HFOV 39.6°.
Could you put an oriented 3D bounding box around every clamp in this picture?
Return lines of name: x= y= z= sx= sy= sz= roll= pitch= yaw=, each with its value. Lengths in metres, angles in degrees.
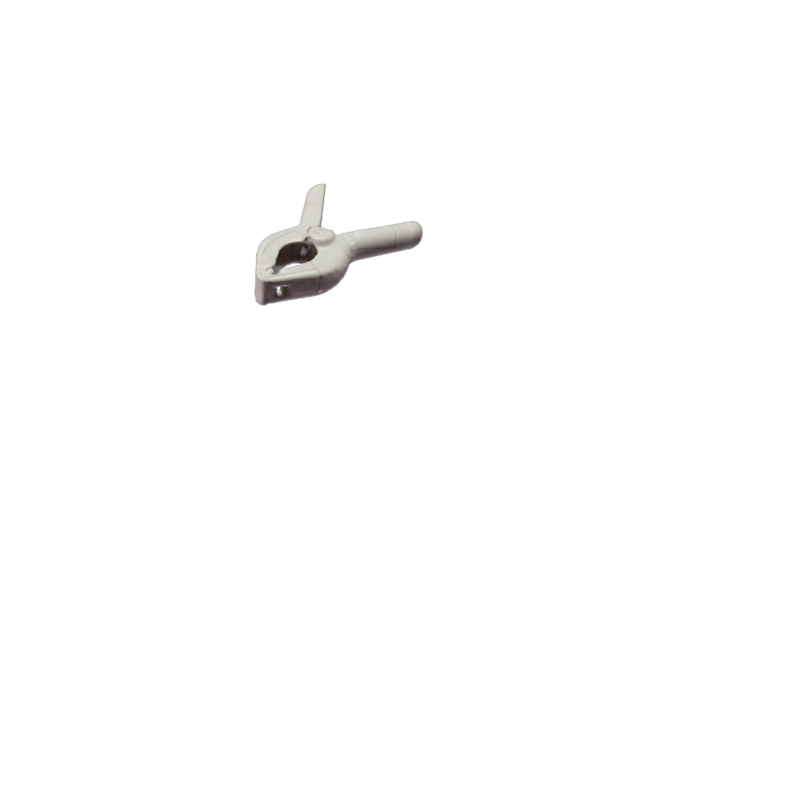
clamp: x=-0.076 y=-0.139 z=0.972 sx=0.128 sy=0.037 sz=0.171 roll=27 pitch=42 yaw=34
